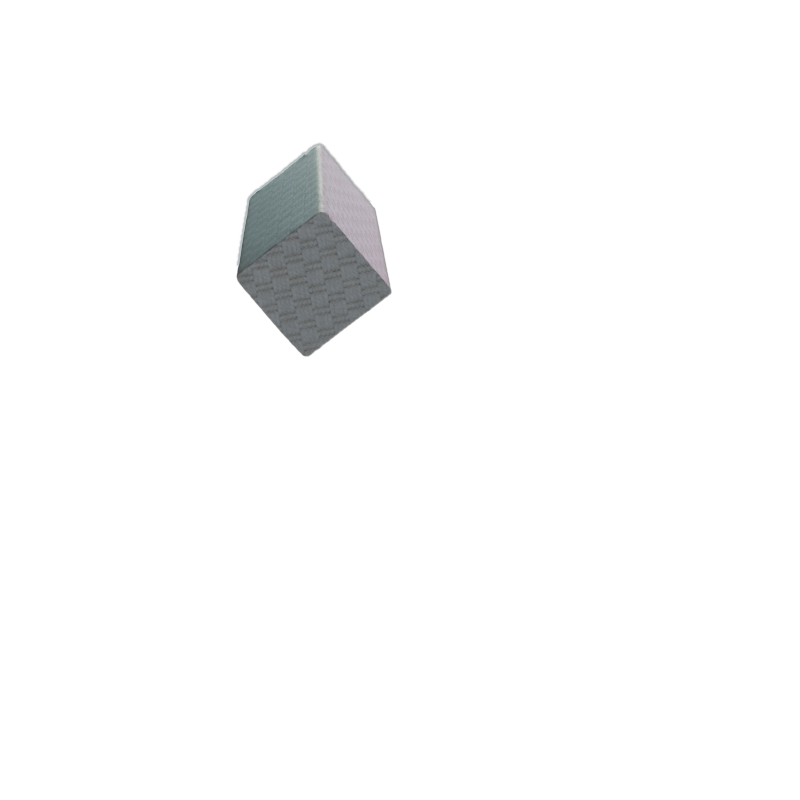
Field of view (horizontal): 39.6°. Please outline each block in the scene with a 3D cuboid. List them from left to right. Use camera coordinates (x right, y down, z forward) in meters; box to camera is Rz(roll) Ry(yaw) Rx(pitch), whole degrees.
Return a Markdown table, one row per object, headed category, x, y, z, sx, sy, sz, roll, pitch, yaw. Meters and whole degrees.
| category | x | y | z | sx | sy | sz | roll | pitch | yaw |
| --- | --- | --- | --- | --- | --- | --- | --- | --- | --- |
| block | -0.075 | -0.136 | 0.950 | 0.090 | 0.086 | 0.217 | -36 | 22 | 13 |
